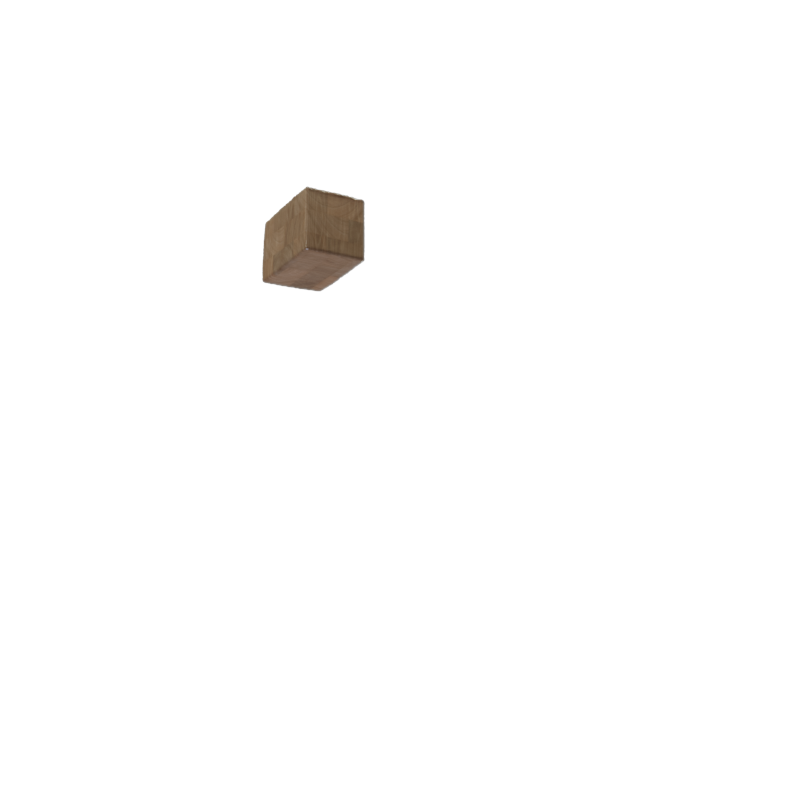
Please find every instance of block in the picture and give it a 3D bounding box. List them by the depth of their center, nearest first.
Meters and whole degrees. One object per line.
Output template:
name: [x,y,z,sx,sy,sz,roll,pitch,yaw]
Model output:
block: [-0.068,-0.123,0.863,0.050,0.054,0.078,10,-21,-29]
